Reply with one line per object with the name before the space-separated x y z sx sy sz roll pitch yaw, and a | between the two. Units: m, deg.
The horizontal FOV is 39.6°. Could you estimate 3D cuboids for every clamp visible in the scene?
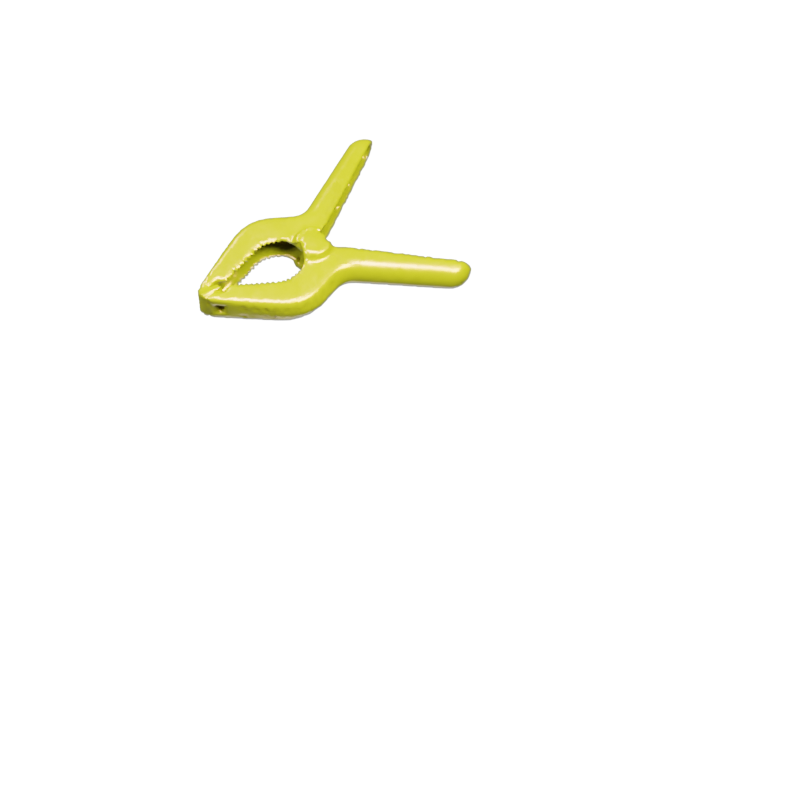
clamp | -0.071 -0.129 0.901 0.208 0.177 0.034 -20 -32 -13
